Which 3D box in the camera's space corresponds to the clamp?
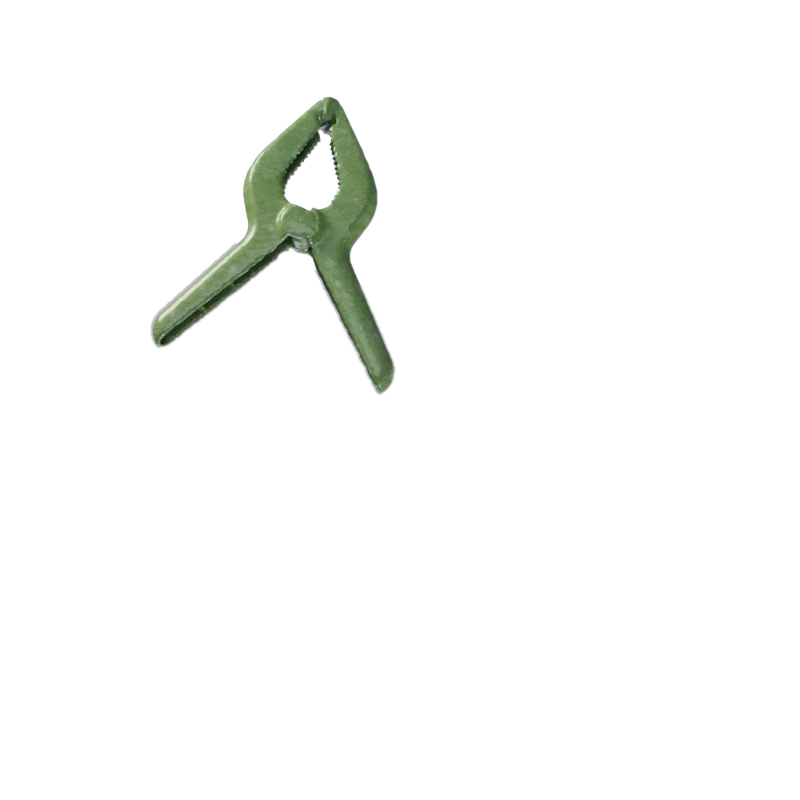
[{"bbox_3d":[-0.060,-0.110,0.771,0.167,0.217,0.035,17,-19,6],"label":"clamp"}]
